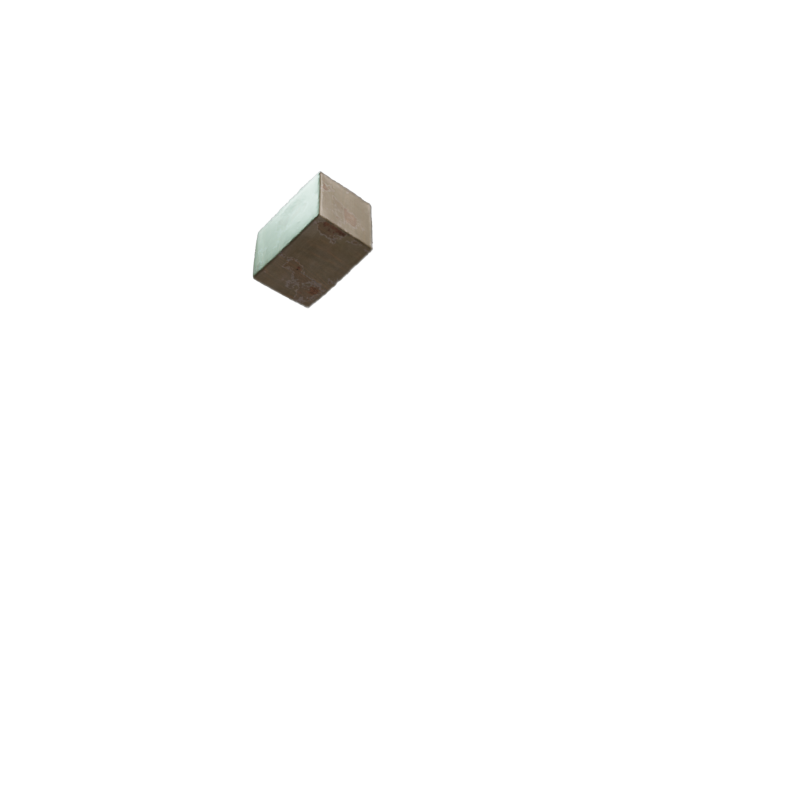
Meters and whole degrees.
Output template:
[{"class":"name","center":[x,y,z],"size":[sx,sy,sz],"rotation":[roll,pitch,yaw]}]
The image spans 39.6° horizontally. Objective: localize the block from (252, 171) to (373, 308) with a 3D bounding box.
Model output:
[{"class":"block","center":[-0.064,-0.116,0.812],"size":[0.050,0.055,0.077],"rotation":[32,-54,-29]}]
